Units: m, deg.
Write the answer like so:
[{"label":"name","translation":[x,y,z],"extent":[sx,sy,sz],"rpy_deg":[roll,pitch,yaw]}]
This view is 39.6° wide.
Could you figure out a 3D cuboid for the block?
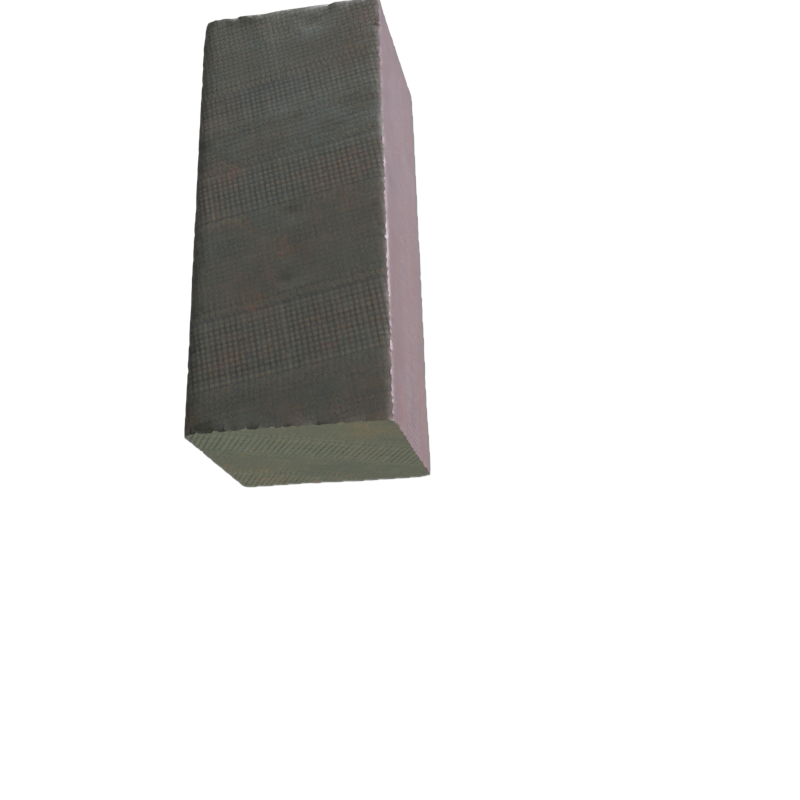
[{"label":"block","translation":[-0.041,-0.074,0.519],"extent":[0.091,0.218,0.085],"rpy_deg":[-6,-25,10]}]
